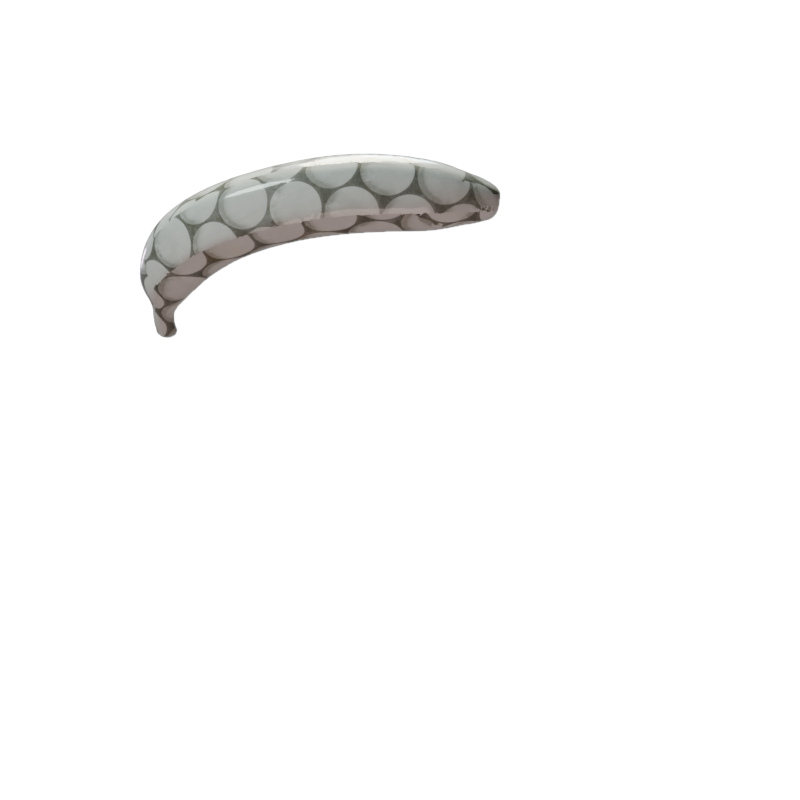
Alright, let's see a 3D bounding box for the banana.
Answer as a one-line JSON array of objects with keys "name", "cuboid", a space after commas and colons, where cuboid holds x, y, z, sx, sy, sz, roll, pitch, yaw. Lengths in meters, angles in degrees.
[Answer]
[{"name": "banana", "cuboid": [-0.054, -0.084, 0.531, 0.200, 0.039, 0.064, -16, -34, 25]}]
